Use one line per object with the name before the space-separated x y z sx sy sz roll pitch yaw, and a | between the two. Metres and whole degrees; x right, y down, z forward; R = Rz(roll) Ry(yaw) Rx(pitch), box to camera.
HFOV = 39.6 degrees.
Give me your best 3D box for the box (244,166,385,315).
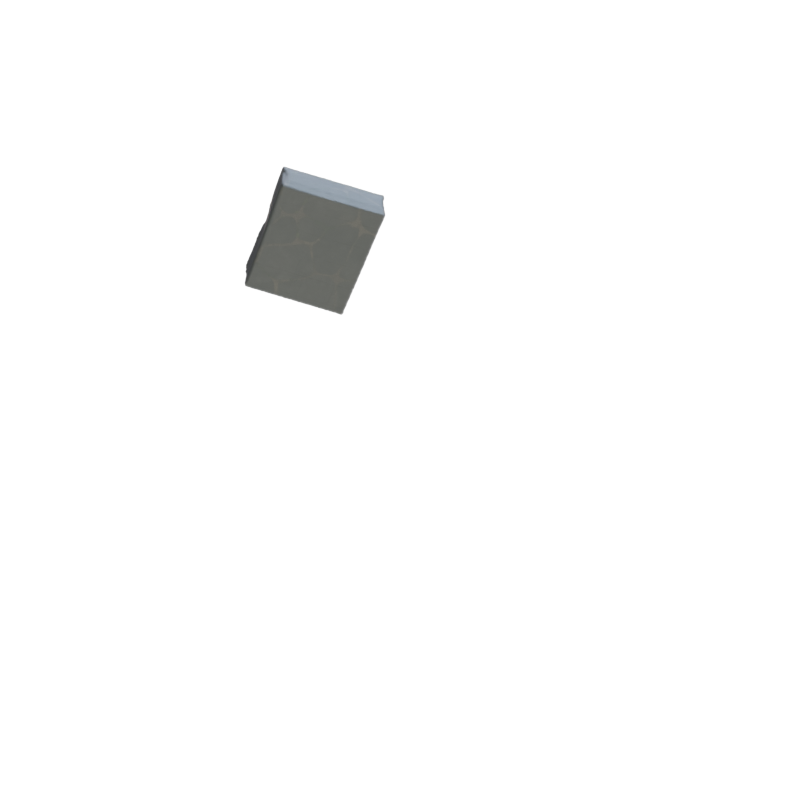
box | -0.060 -0.109 0.762 0.072 0.085 0.032 16 34 -12
